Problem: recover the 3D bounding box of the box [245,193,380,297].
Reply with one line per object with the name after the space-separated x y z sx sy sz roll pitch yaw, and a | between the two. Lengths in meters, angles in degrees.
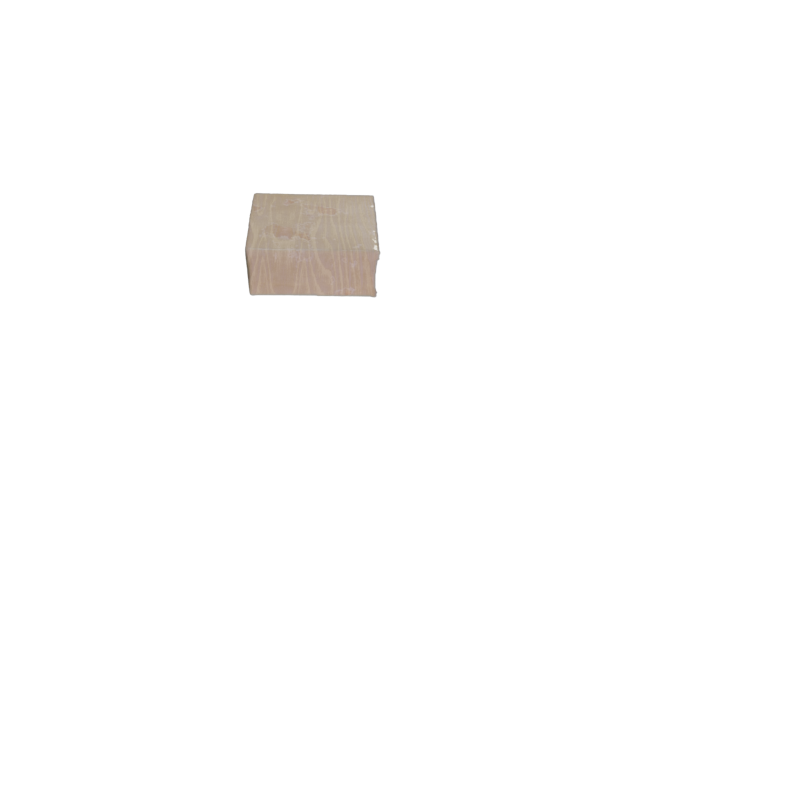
-0.061 -0.111 0.780 0.090 0.037 0.120 -1 30 -2 | box
